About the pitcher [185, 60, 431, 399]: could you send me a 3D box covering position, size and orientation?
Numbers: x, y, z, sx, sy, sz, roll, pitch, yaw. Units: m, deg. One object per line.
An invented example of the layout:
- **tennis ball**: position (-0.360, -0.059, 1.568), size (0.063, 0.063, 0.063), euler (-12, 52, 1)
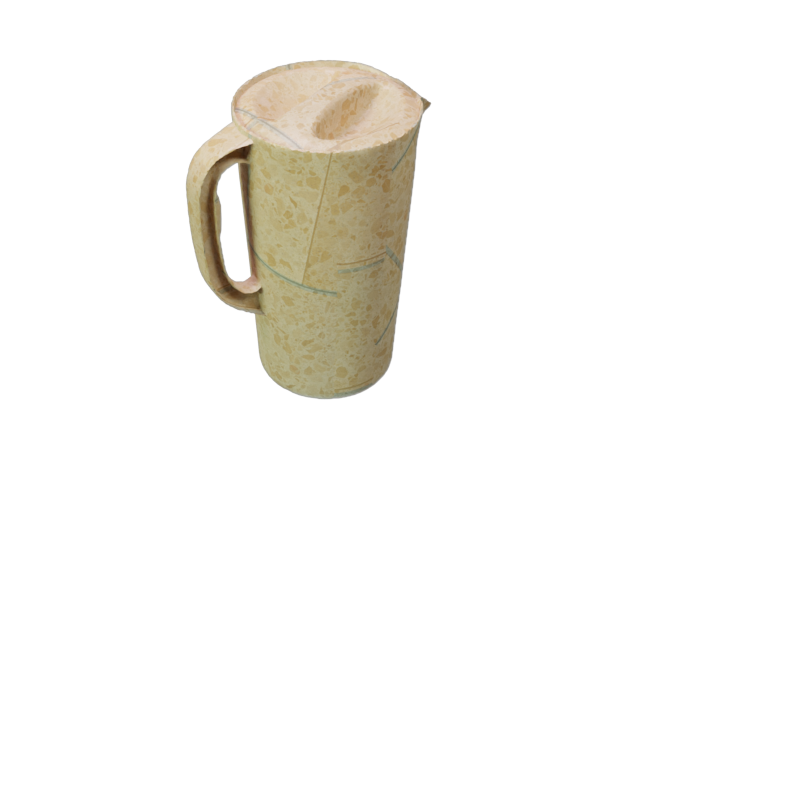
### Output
- **pitcher**: position (-0.065, -0.118, 0.827), size (0.152, 0.227, 0.152), euler (9, 39, 9)
